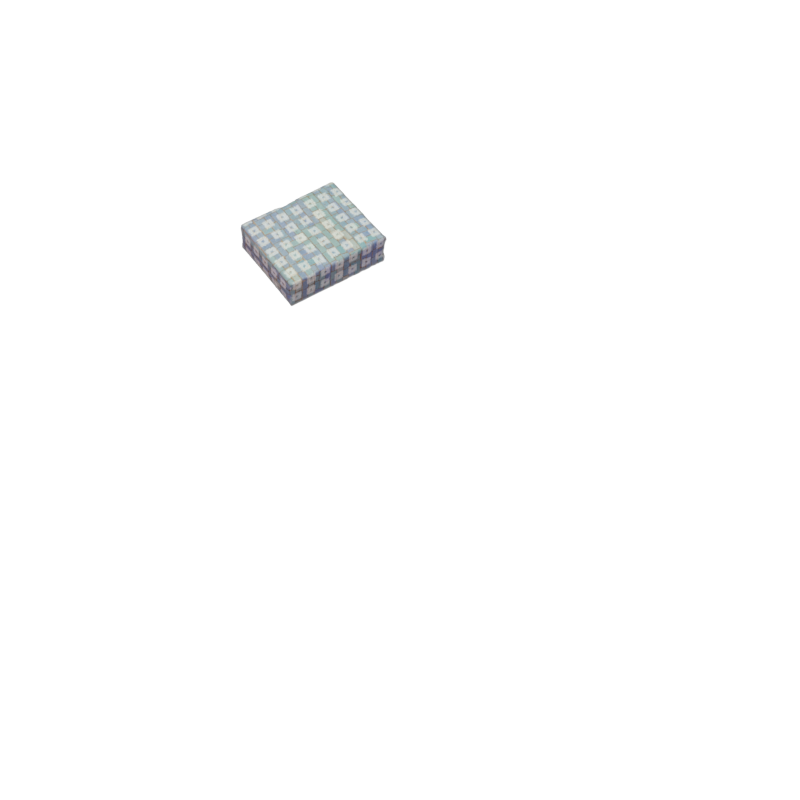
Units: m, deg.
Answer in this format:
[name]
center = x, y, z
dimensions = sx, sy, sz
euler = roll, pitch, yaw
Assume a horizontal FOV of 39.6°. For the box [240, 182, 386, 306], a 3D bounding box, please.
[box]
center = -0.067, -0.122, 0.856
dimensions = 0.089, 0.078, 0.028
euler = -28, -33, -21
